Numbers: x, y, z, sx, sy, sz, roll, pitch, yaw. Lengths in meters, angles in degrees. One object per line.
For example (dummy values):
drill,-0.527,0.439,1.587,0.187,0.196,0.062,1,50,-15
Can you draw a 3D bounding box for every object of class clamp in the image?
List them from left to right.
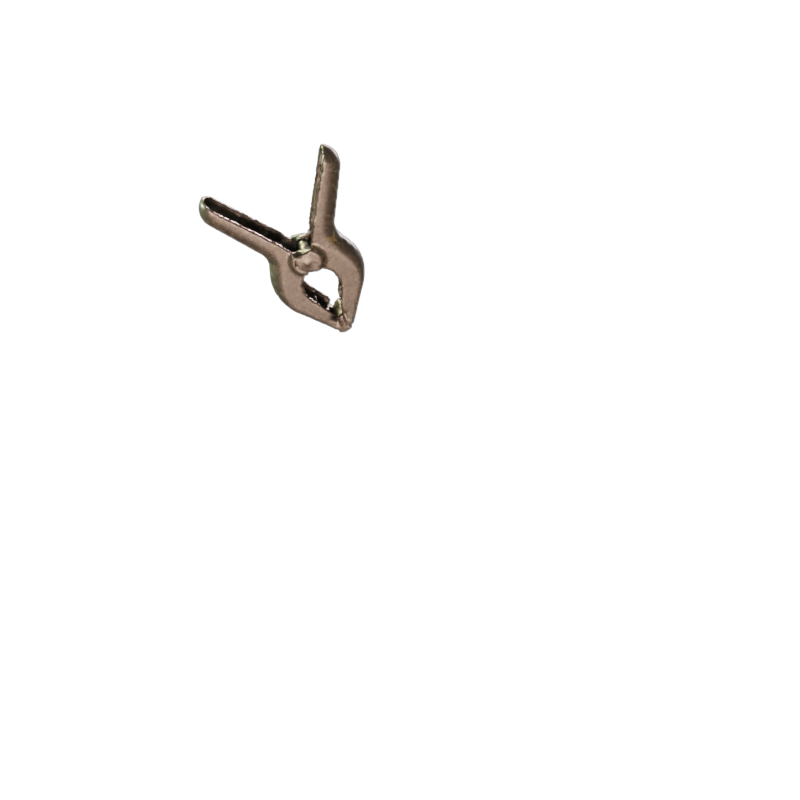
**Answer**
clamp,-0.072,-0.130,0.914,0.120,0.042,0.159,-26,-54,20
